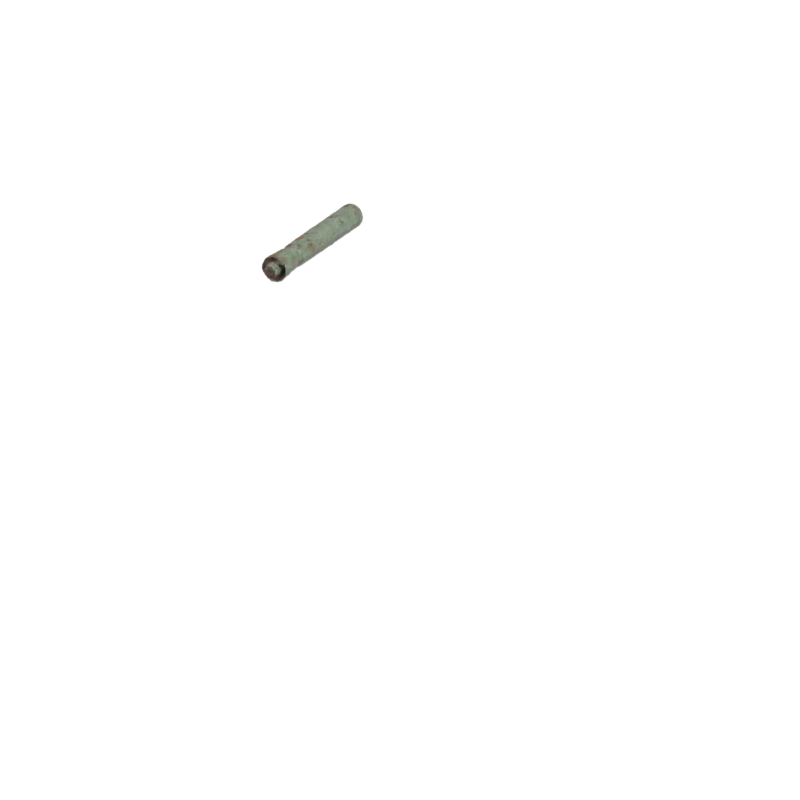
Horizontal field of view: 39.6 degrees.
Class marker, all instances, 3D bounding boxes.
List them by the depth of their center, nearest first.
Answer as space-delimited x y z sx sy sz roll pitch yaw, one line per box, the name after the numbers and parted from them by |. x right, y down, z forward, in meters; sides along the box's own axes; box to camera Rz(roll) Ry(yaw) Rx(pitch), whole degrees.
-0.061 -0.111 0.775 0.020 0.019 0.123 1 26 27 | marker
